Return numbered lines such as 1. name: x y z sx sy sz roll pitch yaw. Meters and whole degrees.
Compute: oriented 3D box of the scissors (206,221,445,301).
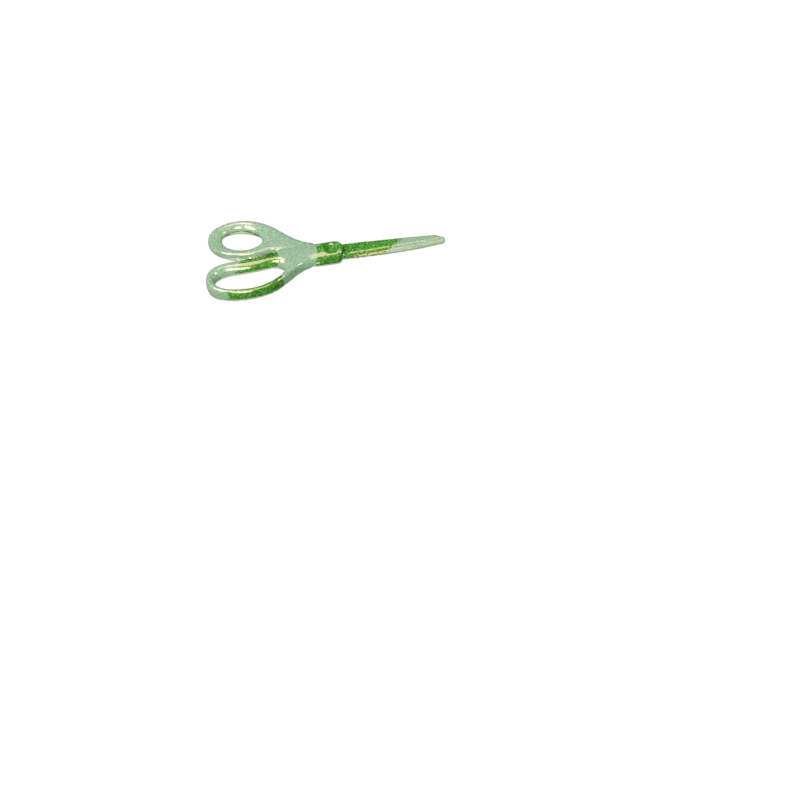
1. scissors: -0.073 -0.133 0.930 0.200 0.015 0.104 -20 49 -19
